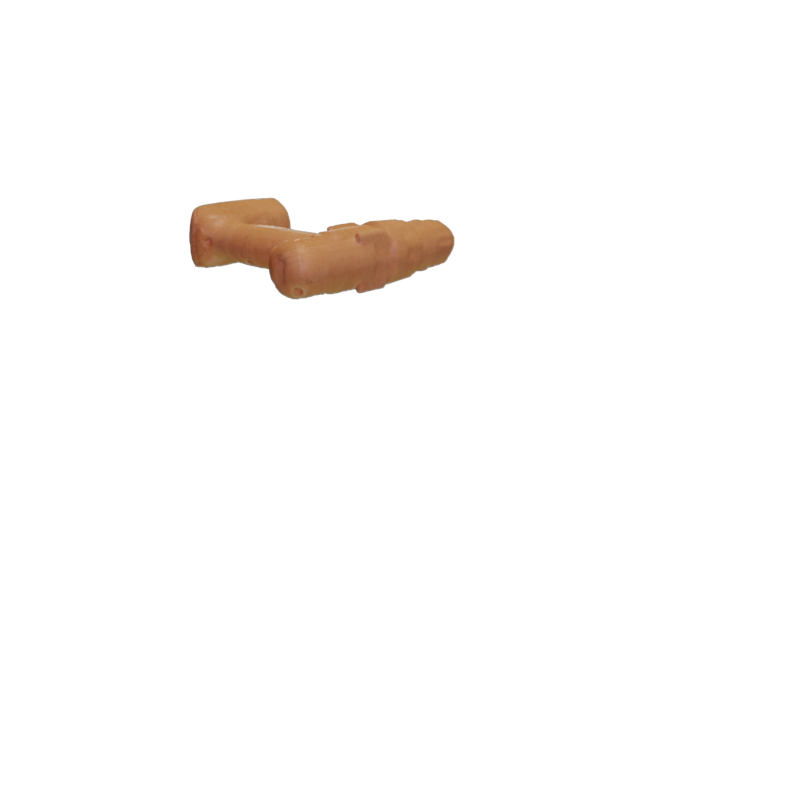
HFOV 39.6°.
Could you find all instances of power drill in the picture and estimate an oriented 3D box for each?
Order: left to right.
[{"bbox_3d":[-0.073,-0.133,0.933,0.180,0.056,0.198,-15,22,-42],"label":"power drill"}]
